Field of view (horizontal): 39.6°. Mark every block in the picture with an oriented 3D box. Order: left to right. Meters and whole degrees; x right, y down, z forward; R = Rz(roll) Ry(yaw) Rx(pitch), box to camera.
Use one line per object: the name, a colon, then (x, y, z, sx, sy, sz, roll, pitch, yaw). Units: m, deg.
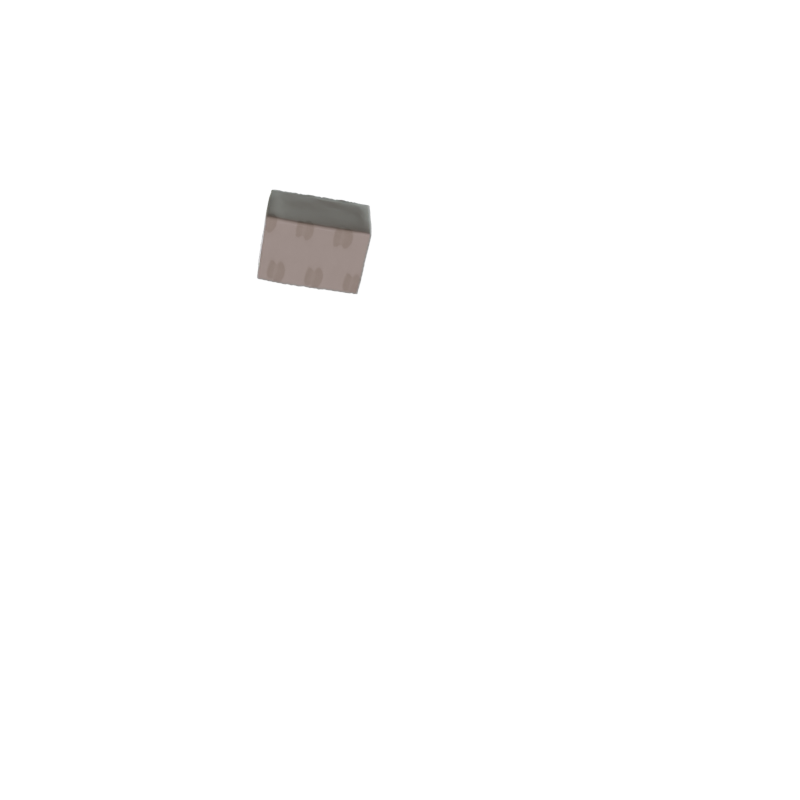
block: (-0.064, -0.117, 0.819, 0.077, 0.050, 0.054, 9, 30, -7)
